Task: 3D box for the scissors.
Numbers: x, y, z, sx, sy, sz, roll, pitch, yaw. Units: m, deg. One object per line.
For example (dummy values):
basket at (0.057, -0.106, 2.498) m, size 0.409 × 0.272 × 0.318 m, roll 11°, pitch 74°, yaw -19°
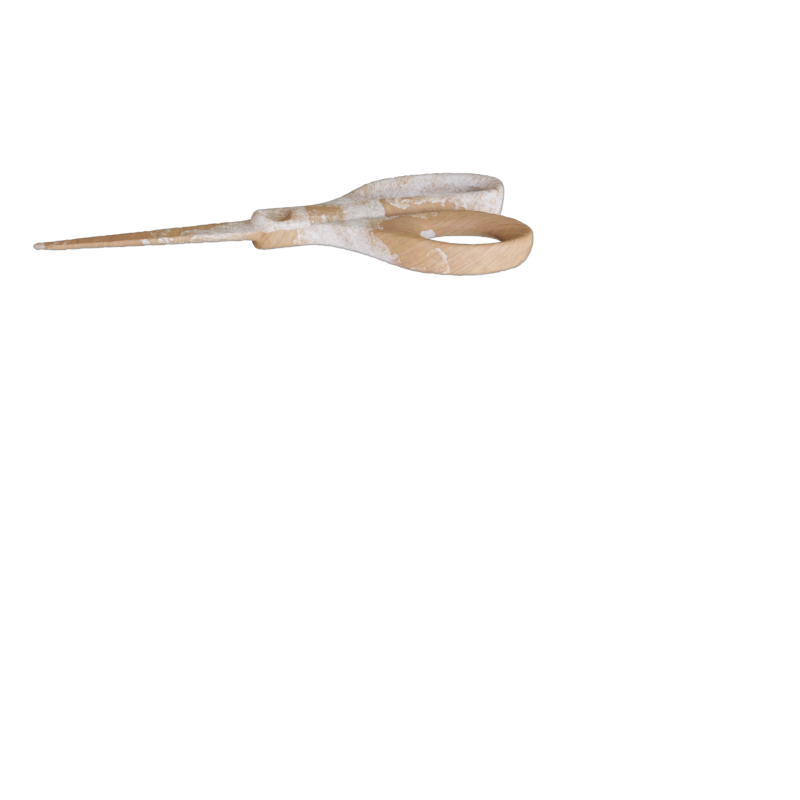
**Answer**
scissors at (-0.035, -0.063, 0.443) m, size 0.198 × 0.015 × 0.103 m, roll -16°, pitch 33°, yaw -26°
